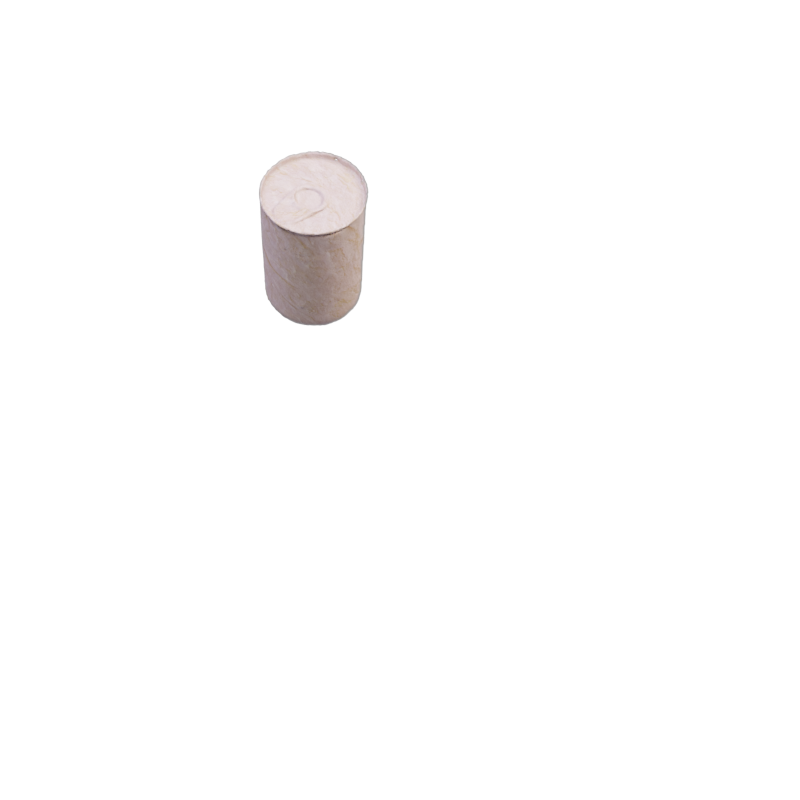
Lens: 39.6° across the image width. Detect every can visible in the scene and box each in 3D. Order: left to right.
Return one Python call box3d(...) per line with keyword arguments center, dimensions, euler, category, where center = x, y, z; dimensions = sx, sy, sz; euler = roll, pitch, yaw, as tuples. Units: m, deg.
box3d(center=(-0.057, -0.104, 0.726), dimensions=(0.068, 0.073, 0.096), euler=(0, -34, -3), category="can")
